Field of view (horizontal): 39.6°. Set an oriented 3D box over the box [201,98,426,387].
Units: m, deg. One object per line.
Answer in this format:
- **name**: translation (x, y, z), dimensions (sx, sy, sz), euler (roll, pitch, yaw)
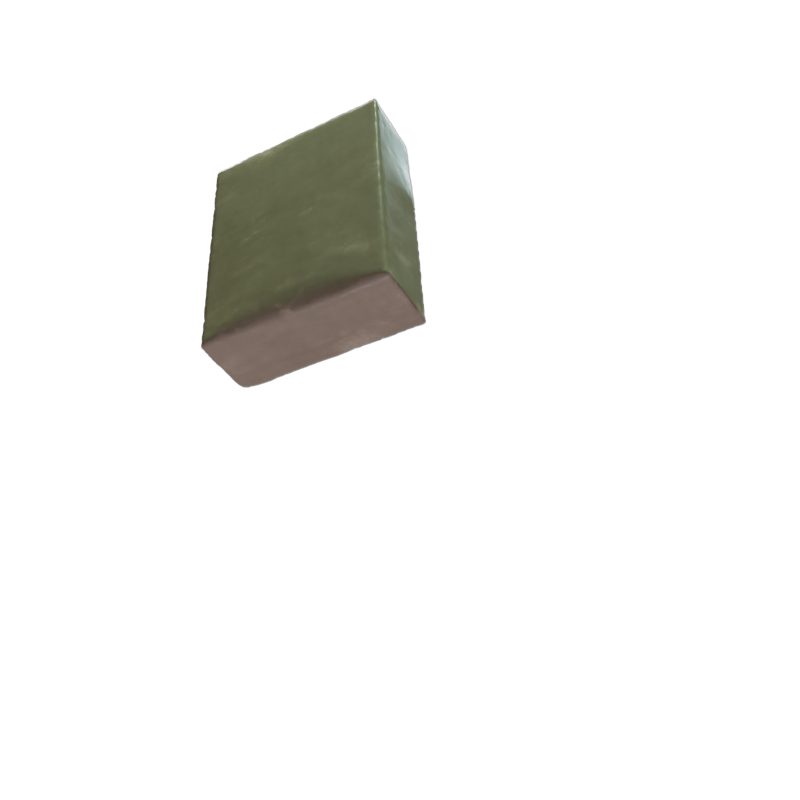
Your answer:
- **box**: translation (-0.071, -0.130, 0.909), dimensions (0.165, 0.230, 0.066), euler (-21, -46, 19)
